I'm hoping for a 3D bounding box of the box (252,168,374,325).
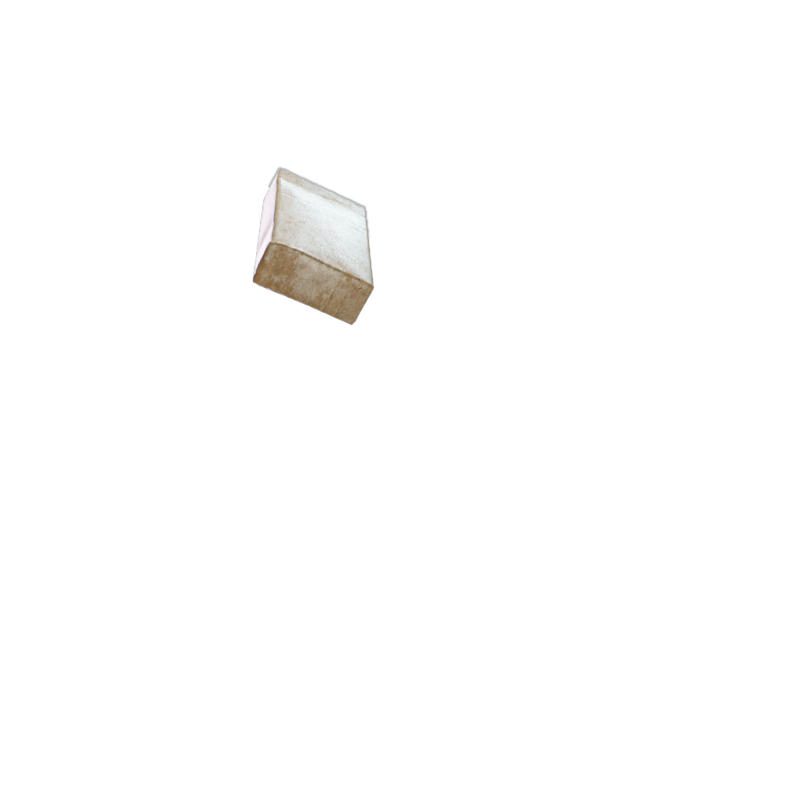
[{"bbox_3d":[-0.075,-0.136,0.958,0.091,0.047,0.186,22,23,-14],"label":"box"}]
